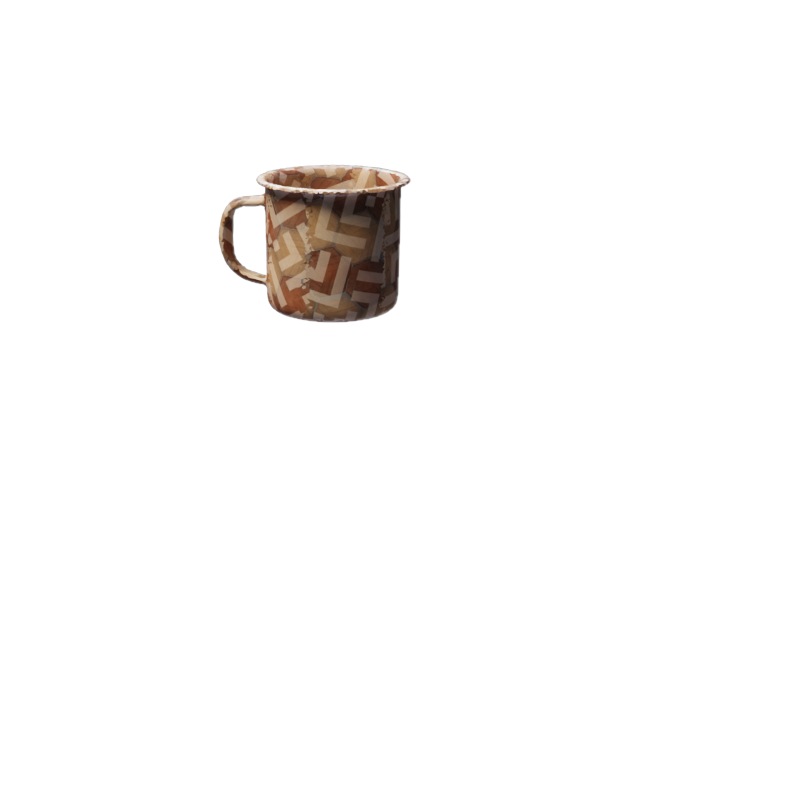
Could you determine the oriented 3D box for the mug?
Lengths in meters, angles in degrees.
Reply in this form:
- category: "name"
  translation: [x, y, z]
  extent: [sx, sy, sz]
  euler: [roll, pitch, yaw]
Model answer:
- category: "mug"
  translation: [-0.053, -0.097, 0.680]
  extent: [0.117, 0.079, 0.096]
  euler: [1, 18, 2]
